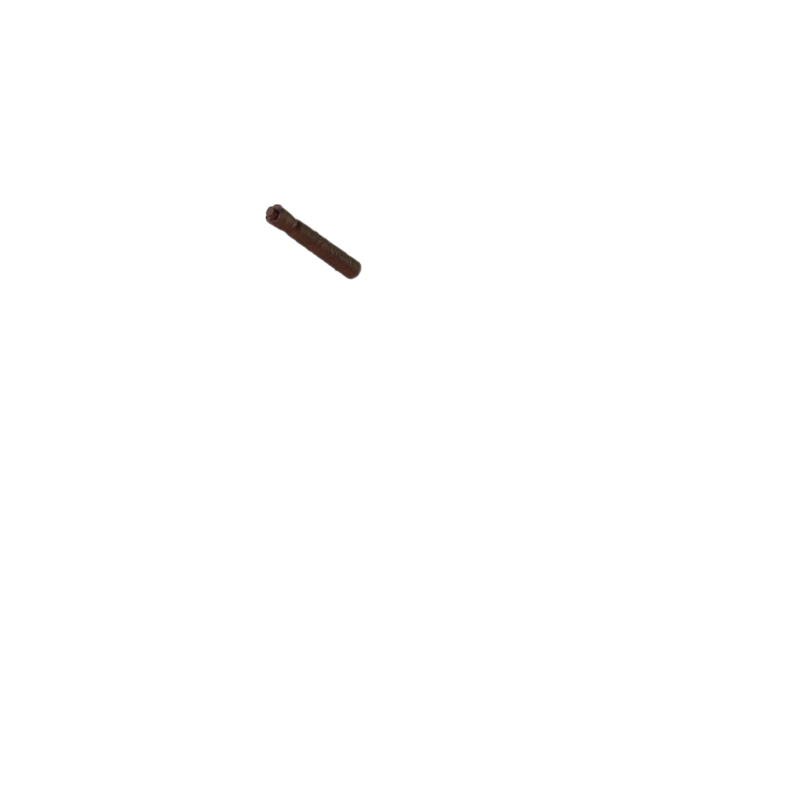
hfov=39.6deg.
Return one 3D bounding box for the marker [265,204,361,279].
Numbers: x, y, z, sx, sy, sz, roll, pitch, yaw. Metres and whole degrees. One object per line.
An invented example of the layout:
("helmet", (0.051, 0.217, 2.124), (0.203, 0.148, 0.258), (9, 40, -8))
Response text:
("marker", (-0.077, -0.140, 0.980), (0.021, 0.020, 0.112), (3, -20, 42))
